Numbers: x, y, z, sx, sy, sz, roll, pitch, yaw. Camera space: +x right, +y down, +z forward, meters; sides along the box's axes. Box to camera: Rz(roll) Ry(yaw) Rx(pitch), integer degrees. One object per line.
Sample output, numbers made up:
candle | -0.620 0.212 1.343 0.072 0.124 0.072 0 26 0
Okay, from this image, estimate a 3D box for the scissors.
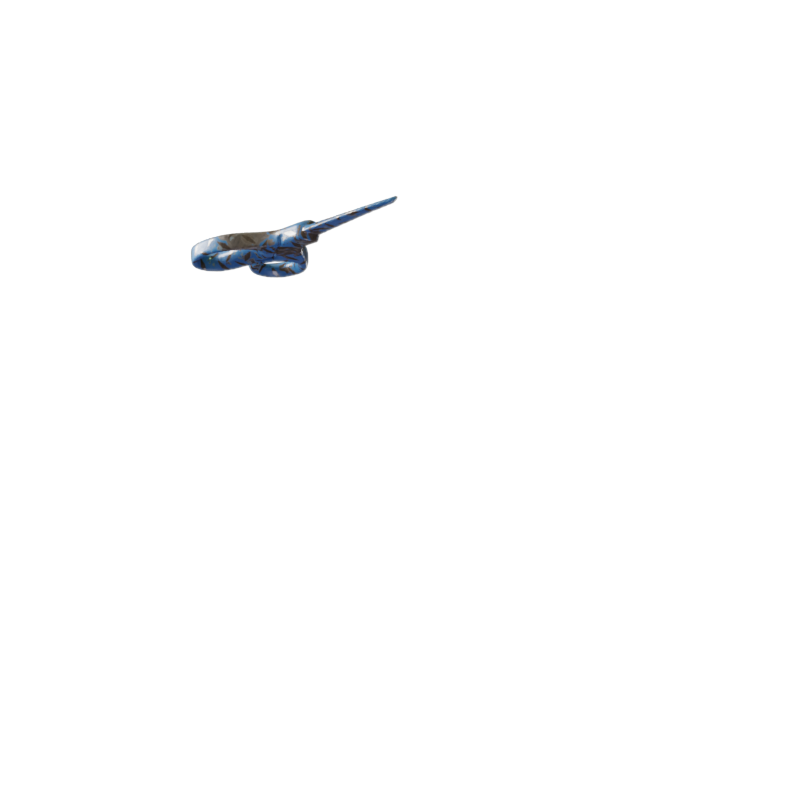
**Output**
scissors | -0.062 -0.113 0.794 0.207 0.016 0.091 -6 -10 35
